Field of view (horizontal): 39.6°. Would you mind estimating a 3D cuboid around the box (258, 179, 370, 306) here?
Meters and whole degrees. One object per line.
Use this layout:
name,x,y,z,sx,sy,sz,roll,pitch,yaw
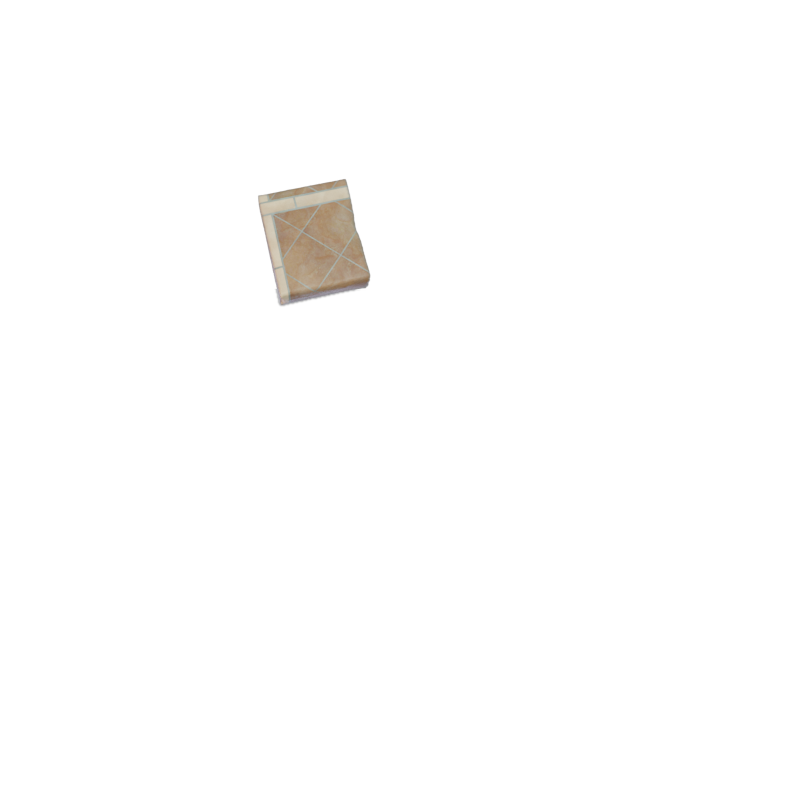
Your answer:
box,-0.069,-0.126,0.883,0.073,0.094,0.029,-12,-19,-5
